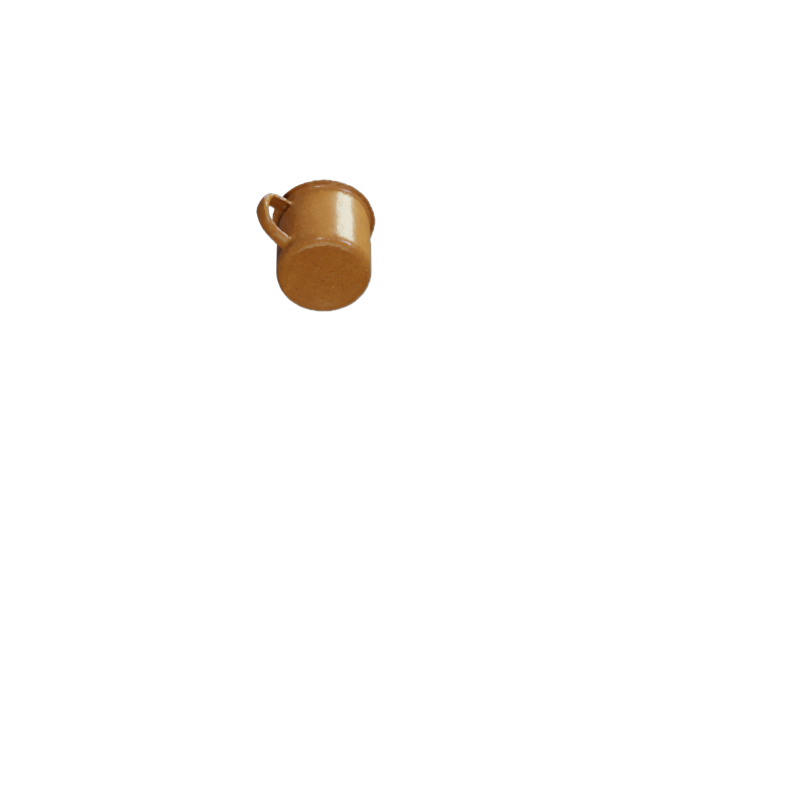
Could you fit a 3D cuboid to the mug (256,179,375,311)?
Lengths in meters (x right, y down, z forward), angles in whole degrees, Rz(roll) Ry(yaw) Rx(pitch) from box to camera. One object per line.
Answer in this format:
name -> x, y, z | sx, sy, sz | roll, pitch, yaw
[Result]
mug -> -0.075, -0.137, 0.962 | 0.111, 0.087, 0.092 | 34, -58, -27
